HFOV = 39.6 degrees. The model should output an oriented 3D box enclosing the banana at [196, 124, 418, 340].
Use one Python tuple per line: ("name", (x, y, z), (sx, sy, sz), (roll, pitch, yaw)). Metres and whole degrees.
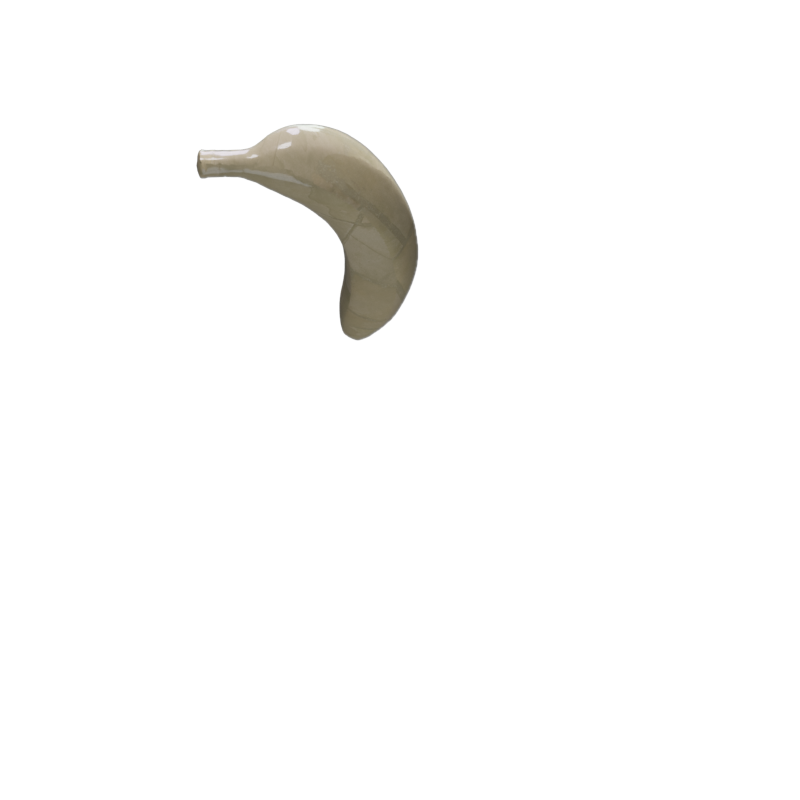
("banana", (-0.027, -0.082, 0.540), (0.071, 0.039, 0.184), (-9, -25, 17))
